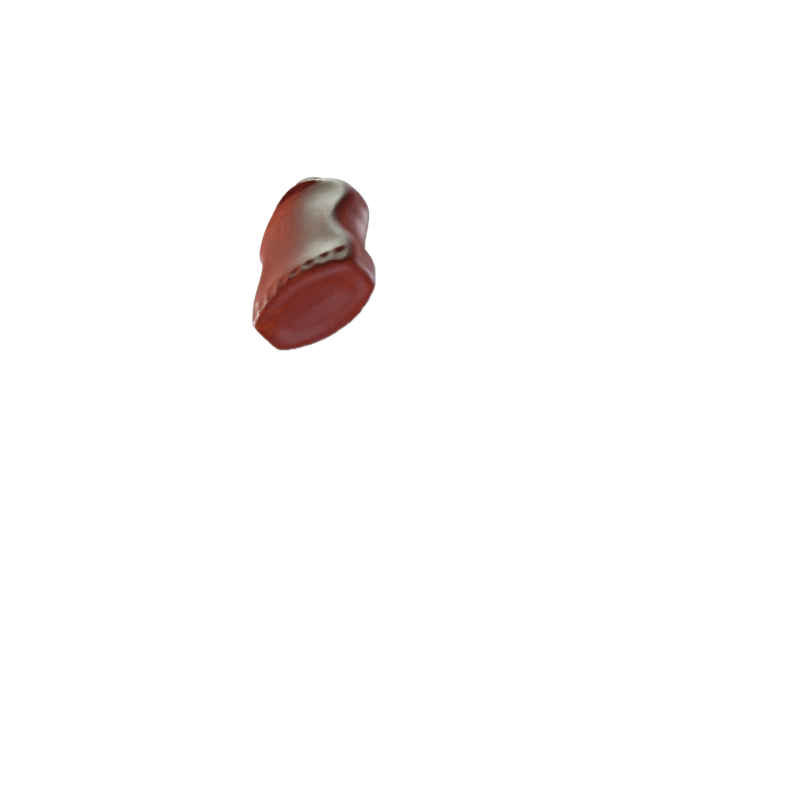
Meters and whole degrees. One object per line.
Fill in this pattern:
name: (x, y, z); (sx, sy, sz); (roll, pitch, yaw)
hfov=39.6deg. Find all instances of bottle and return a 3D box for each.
bottle: (-0.068, -0.125, 0.878); (0.095, 0.055, 0.205); (-34, 31, 20)
